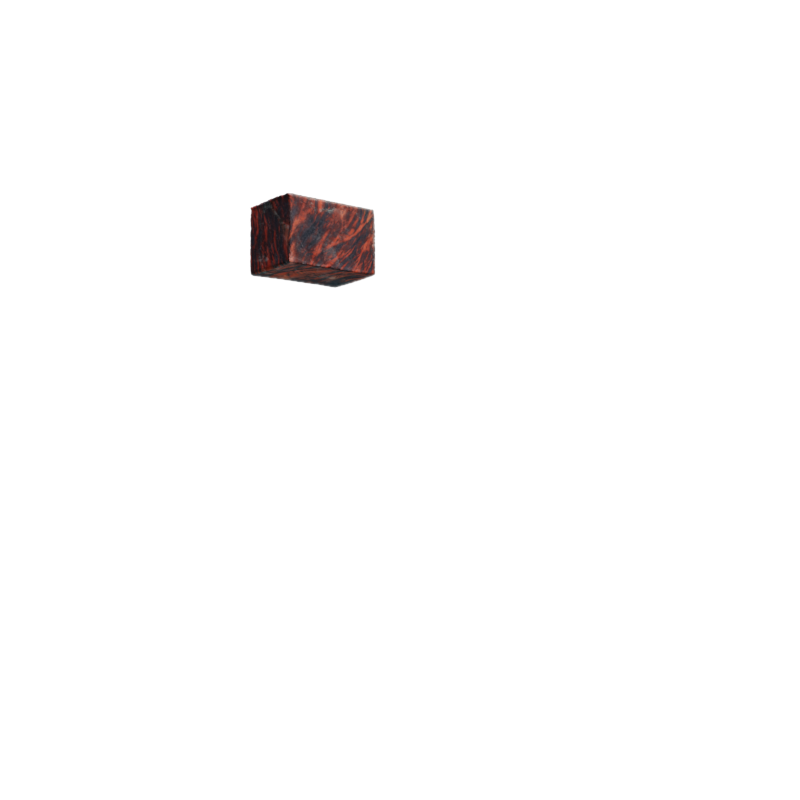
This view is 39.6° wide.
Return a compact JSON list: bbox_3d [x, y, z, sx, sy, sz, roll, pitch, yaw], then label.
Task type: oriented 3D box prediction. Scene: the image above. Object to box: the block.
[{"bbox_3d":[-0.063,-0.115,0.806,0.074,0.053,0.054,7,-12,-37],"label":"block"}]
